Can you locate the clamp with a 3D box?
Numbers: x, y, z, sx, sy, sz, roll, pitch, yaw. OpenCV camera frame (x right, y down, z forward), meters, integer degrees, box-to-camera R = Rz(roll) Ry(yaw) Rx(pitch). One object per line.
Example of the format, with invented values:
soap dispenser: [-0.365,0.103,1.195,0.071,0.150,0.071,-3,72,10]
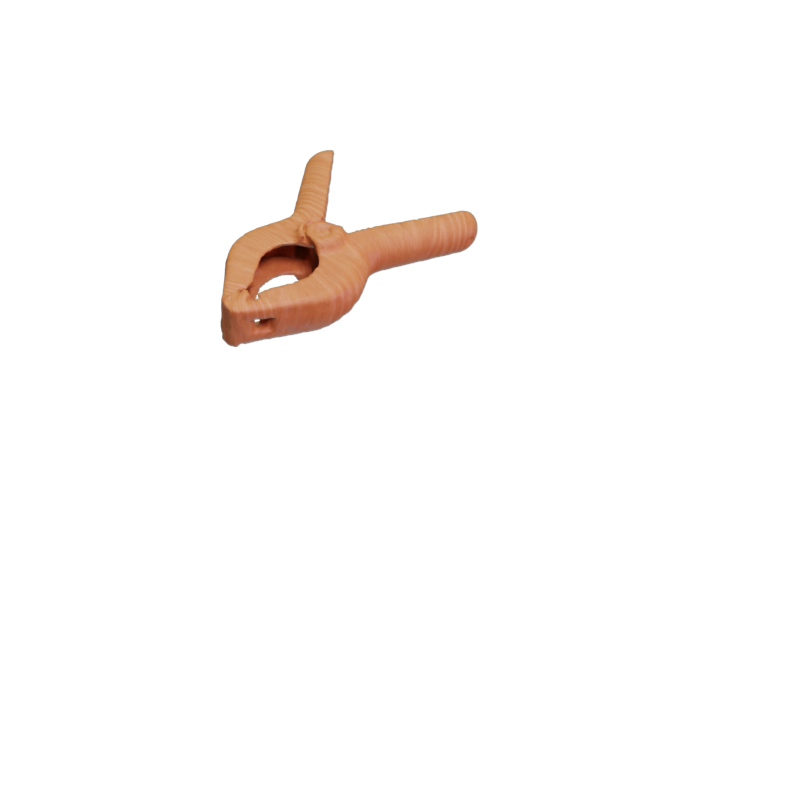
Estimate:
clamp: [-0.051,-0.092,0.646,0.128,0.037,0.172,30,46,33]
